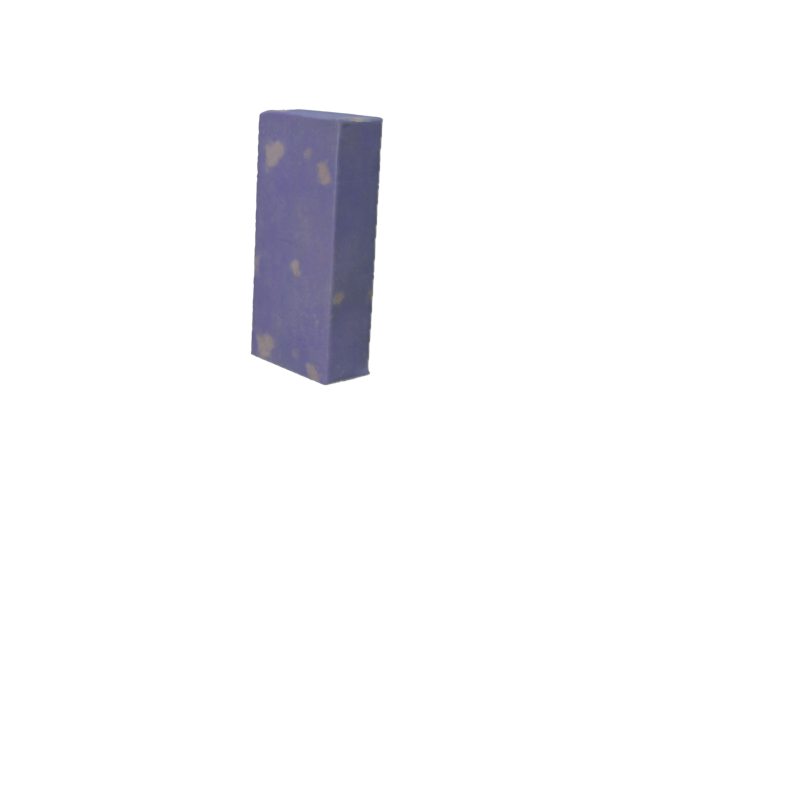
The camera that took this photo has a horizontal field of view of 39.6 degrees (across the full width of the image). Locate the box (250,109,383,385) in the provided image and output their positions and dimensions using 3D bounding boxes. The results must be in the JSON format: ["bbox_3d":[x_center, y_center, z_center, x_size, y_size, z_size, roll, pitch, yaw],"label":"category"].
[{"bbox_3d":[-0.060,-0.108,0.756,0.047,0.172,0.099,-8,15,-39],"label":"box"}]
